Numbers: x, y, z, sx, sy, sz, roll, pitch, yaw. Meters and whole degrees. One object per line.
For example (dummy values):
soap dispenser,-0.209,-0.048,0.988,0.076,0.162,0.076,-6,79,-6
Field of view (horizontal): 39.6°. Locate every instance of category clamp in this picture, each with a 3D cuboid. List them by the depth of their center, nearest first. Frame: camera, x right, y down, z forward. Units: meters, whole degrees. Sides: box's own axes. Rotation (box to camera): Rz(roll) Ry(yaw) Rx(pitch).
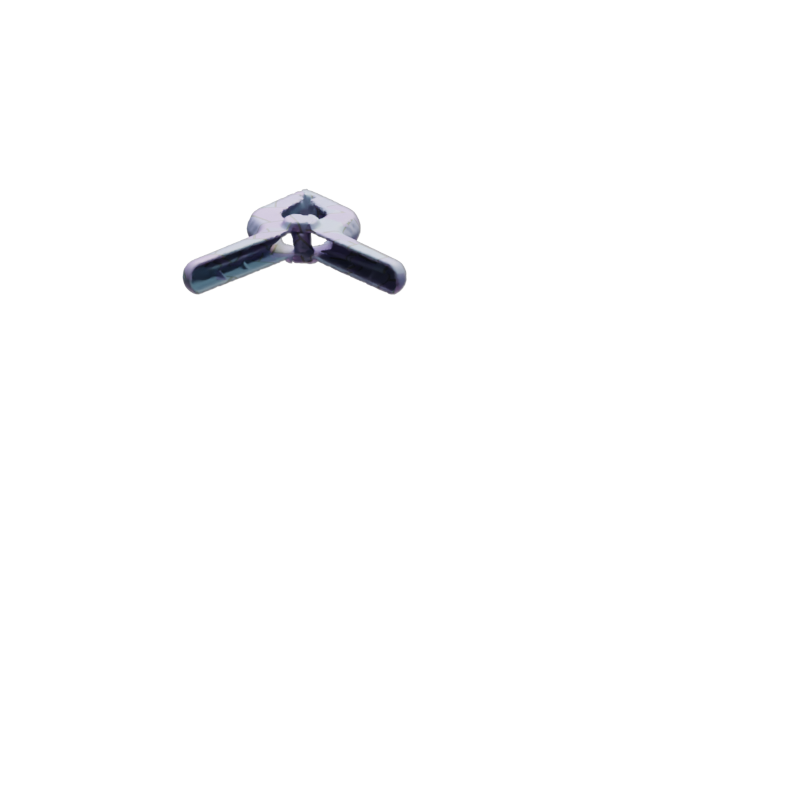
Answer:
clamp,-0.070,-0.128,0.896,0.166,0.035,0.218,3,25,6
